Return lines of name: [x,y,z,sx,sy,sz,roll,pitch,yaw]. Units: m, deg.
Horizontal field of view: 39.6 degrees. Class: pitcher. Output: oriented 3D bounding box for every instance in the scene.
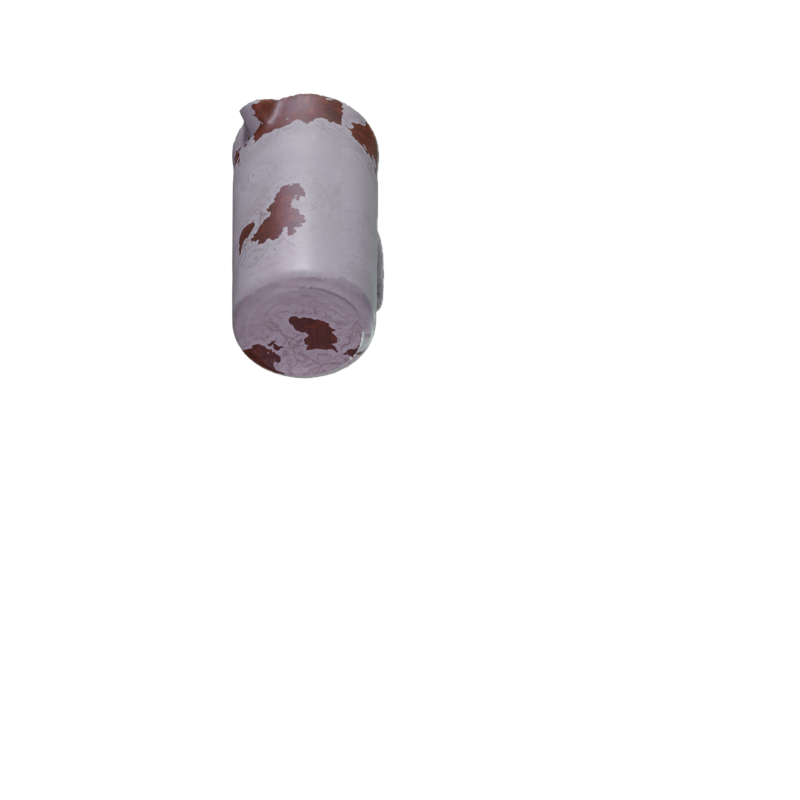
pitcher: [-0.072,-0.131,0.919,0.147,0.137,0.261,6,42,-9]
